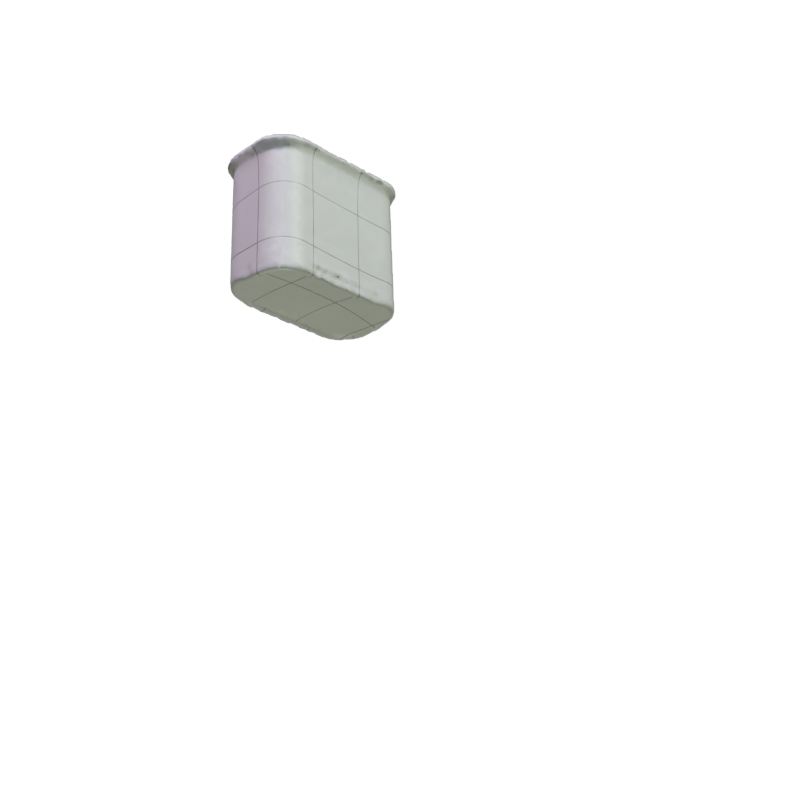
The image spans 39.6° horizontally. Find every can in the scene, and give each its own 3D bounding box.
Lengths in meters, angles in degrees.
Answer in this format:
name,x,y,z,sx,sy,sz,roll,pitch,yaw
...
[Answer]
name,x,y,z,sx,sy,sz,roll,pitch,yaw
can,-0.049,-0.090,0.629,0.096,0.089,0.058,22,-35,-39
